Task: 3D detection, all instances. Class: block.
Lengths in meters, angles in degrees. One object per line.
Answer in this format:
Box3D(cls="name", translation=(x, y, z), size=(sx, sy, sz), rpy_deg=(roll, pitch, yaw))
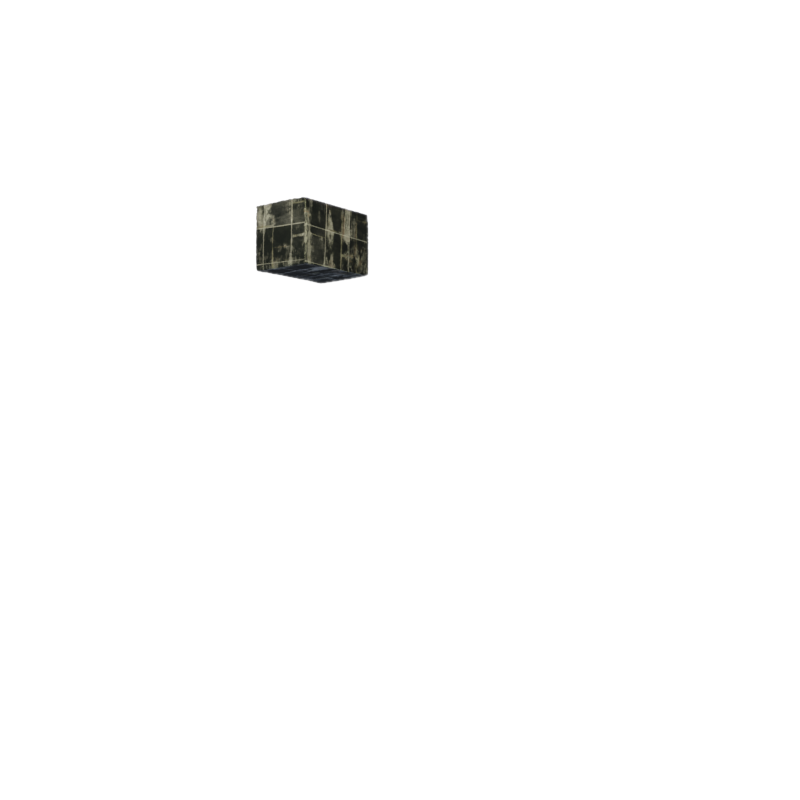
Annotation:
Box3D(cls="block", translation=(-0.068, -0.123, 0.864), size=(0.054, 0.052, 0.074), rpy_deg=(-6, -9, 37))
